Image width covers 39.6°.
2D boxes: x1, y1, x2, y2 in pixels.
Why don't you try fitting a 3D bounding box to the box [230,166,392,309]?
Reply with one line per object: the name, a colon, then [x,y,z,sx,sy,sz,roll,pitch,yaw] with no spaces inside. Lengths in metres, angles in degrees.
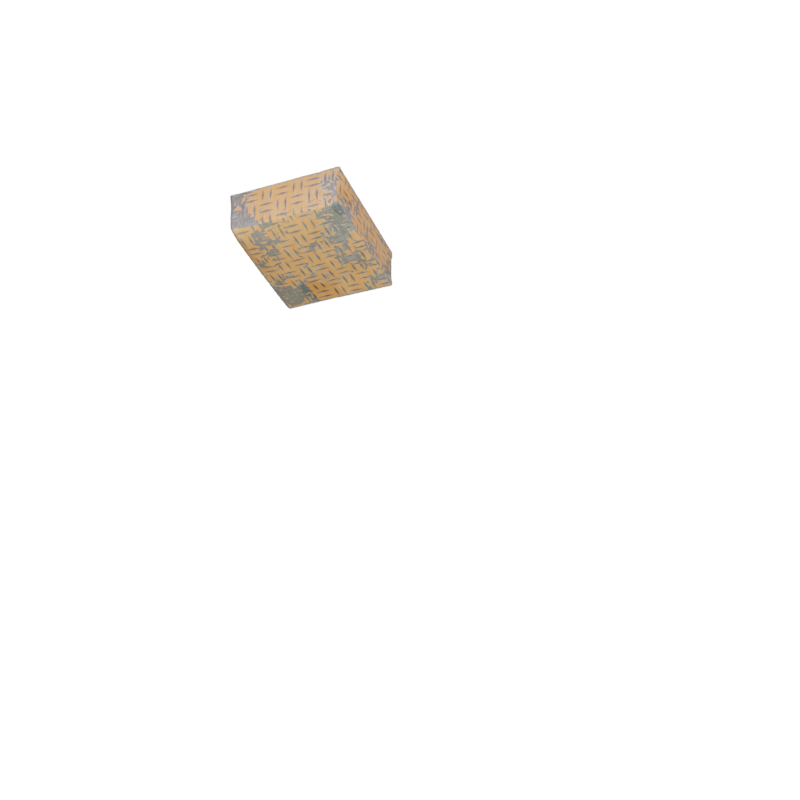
box: [-0.066,-0.120,0.841,0.091,0.042,0.105,-12,-34,18]
